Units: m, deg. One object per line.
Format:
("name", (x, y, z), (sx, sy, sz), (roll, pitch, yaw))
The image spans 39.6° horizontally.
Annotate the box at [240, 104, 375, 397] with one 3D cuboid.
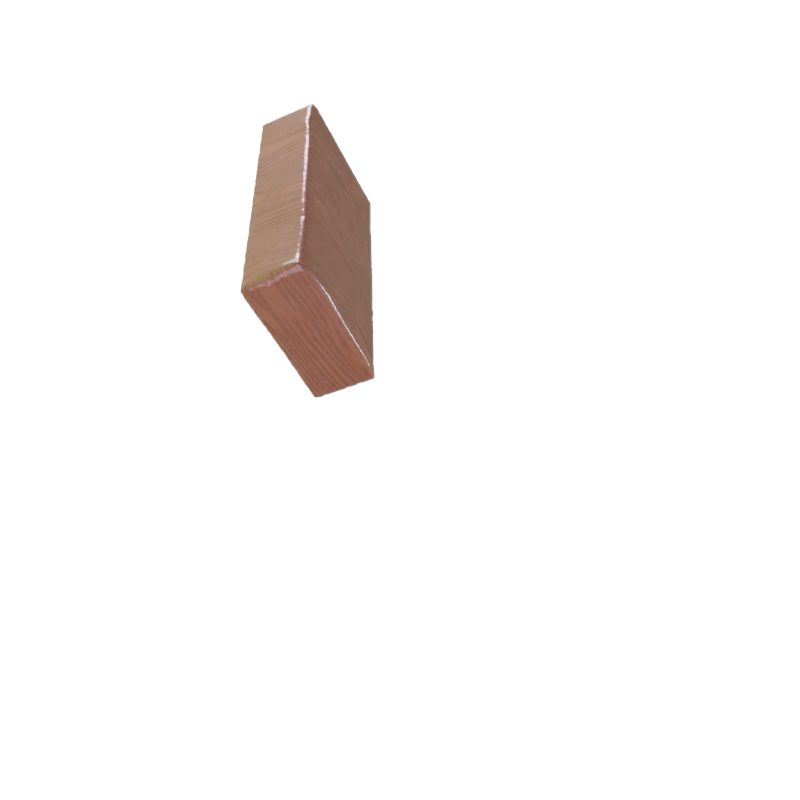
("box", (-0.054, -0.097, 0.683), (0.048, 0.087, 0.189), (-22, 37, 14))
